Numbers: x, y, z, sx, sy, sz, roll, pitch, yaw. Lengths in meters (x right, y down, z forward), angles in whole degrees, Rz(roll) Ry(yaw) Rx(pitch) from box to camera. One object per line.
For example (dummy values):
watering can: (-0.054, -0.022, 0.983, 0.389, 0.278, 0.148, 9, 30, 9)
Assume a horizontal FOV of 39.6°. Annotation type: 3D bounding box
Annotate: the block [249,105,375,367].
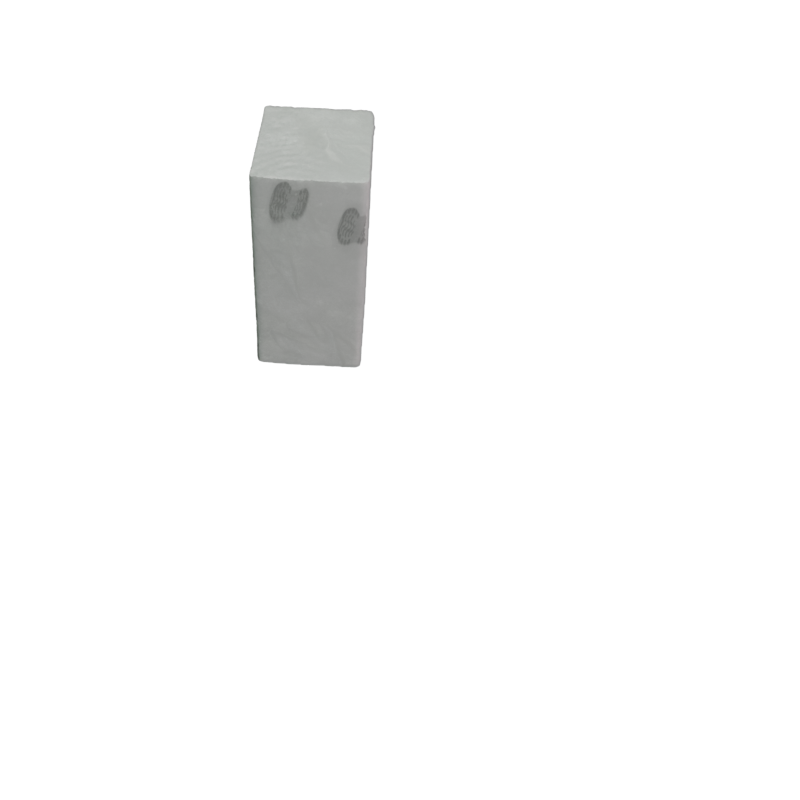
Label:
block: (-0.070, -0.129, 0.907, 0.090, 0.097, 0.192, 4, -43, 0)
